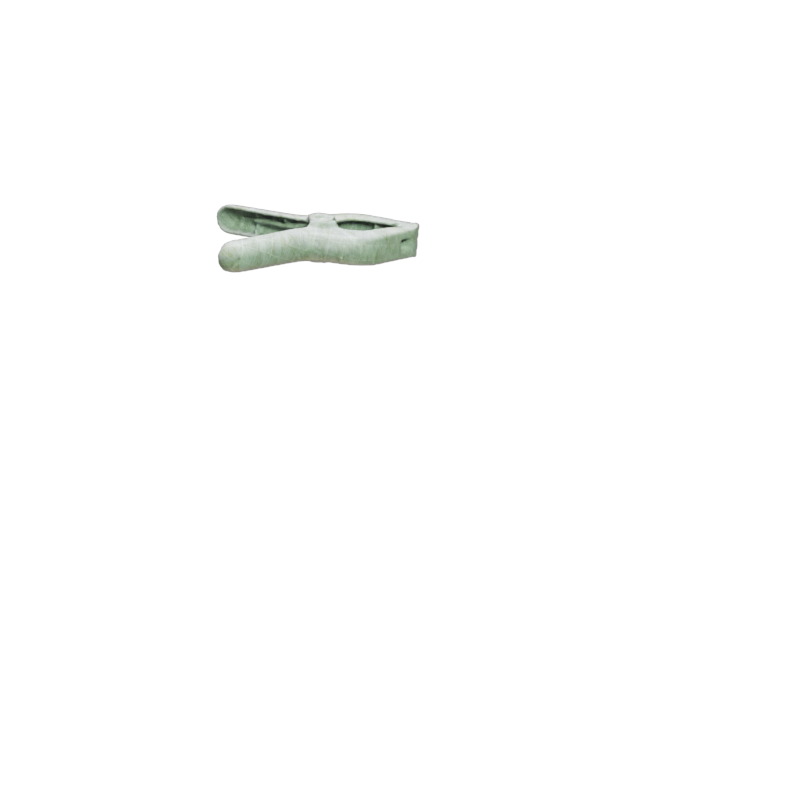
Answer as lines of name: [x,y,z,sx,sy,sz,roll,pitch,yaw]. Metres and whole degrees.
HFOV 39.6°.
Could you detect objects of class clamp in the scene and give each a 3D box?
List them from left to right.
clamp: [-0.070,-0.128,0.896,0.172,0.037,0.127,1,30,2]
